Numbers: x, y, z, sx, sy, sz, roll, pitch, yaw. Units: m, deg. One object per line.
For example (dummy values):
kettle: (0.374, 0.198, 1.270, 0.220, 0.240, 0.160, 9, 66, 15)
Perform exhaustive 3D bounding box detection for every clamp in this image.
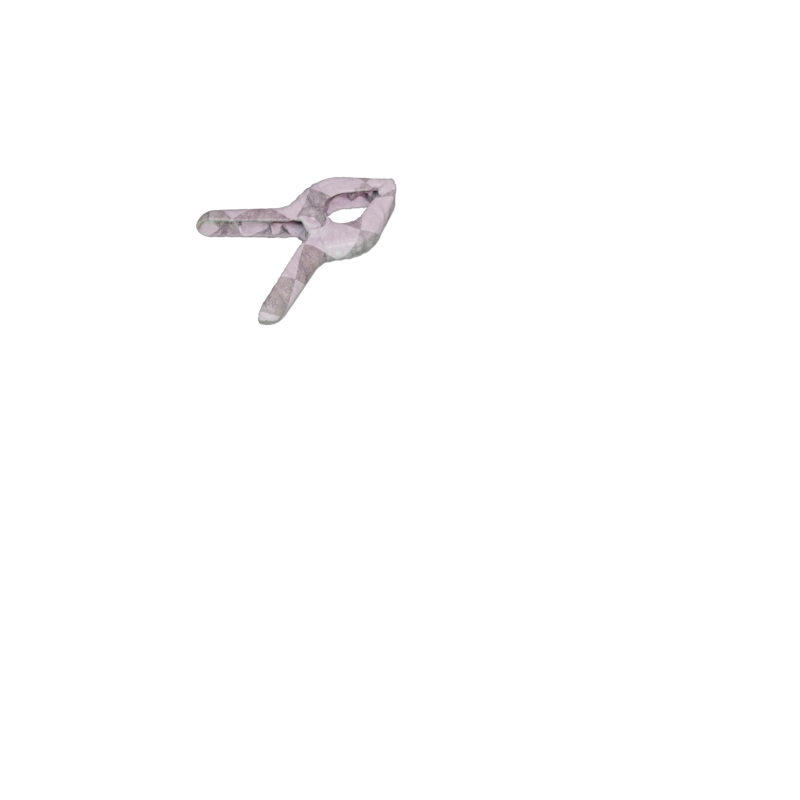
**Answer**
clamp: (-0.072, -0.132, 0.925, 0.171, 0.128, 0.037, -21, -25, -11)
